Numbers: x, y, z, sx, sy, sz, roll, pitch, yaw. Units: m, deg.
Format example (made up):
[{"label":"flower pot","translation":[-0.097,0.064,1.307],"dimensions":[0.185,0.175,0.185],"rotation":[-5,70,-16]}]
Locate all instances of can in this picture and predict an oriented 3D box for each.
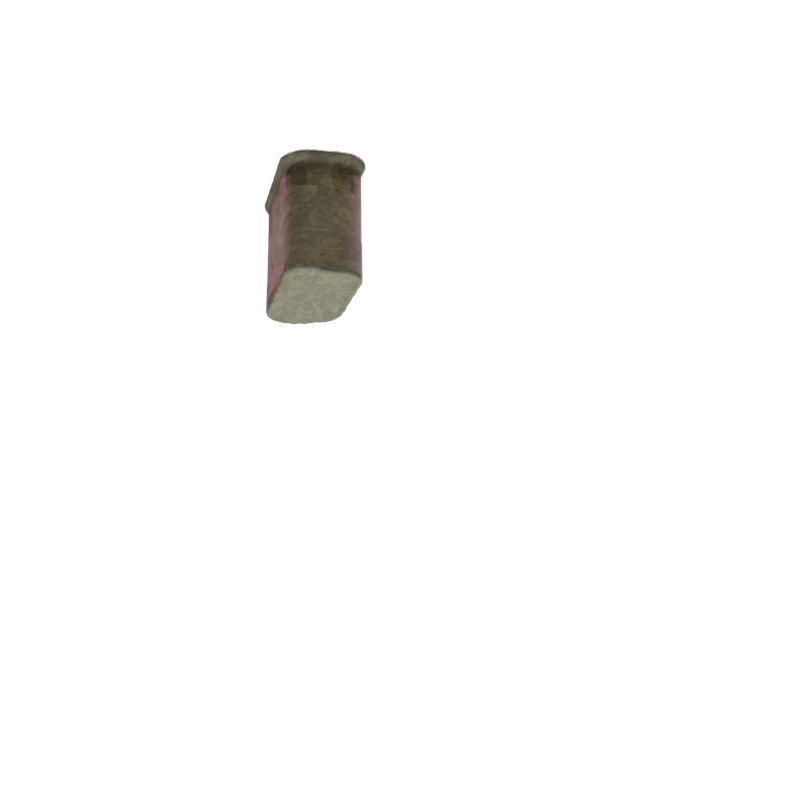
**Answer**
[{"label":"can","translation":[-0.058,-0.105,0.737],"dimensions":[0.056,0.088,0.099],"rotation":[4,-20,-13]}]
